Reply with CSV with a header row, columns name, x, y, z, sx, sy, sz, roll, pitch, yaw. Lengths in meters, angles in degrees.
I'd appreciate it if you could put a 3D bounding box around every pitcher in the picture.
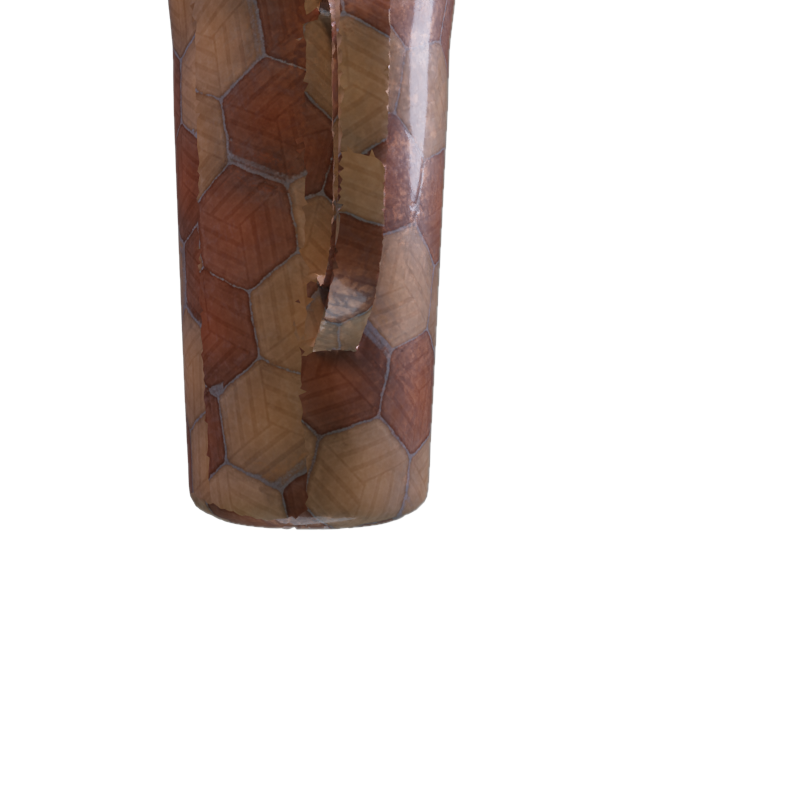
name,x,y,z,sx,sy,sz,roll,pitch,yaw
pitcher,-0.039,-0.071,0.497,0.150,0.245,0.143,-1,-2,30
